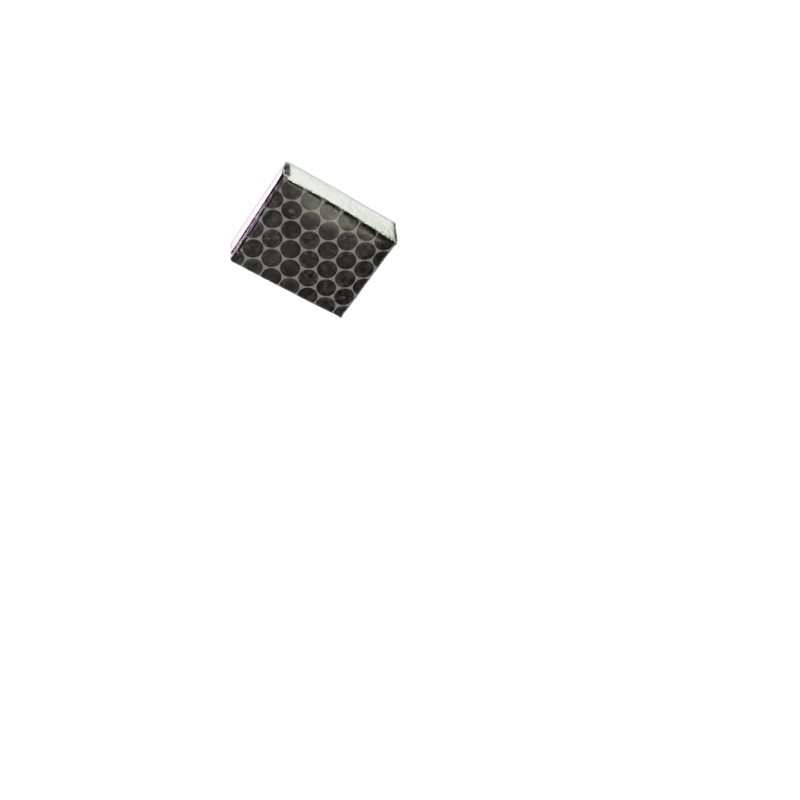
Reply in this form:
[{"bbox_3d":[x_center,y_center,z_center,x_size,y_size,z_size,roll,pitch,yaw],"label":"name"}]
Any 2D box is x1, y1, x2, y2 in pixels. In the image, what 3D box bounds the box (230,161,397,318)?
[{"bbox_3d":[-0.072,-0.132,0.923,0.109,0.088,0.041,29,26,-16],"label":"box"}]
